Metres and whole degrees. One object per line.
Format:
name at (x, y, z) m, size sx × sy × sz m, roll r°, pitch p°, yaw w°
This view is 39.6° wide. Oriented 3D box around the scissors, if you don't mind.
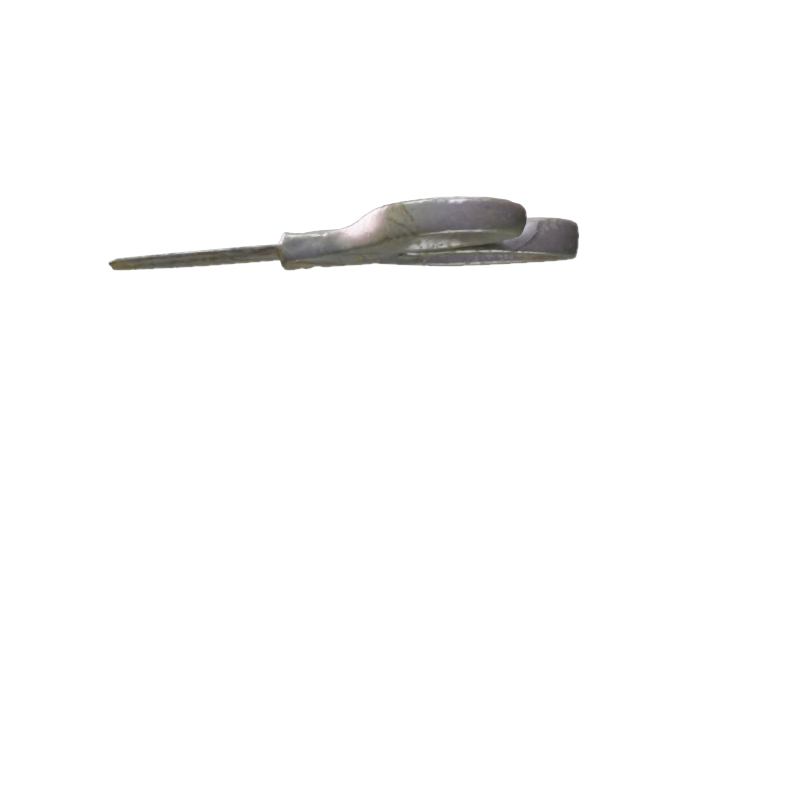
scissors at (-0.034, -0.061, 0.430) m, size 0.204 × 0.016 × 0.093 m, roll 0°, pitch -2°, yaw 10°
